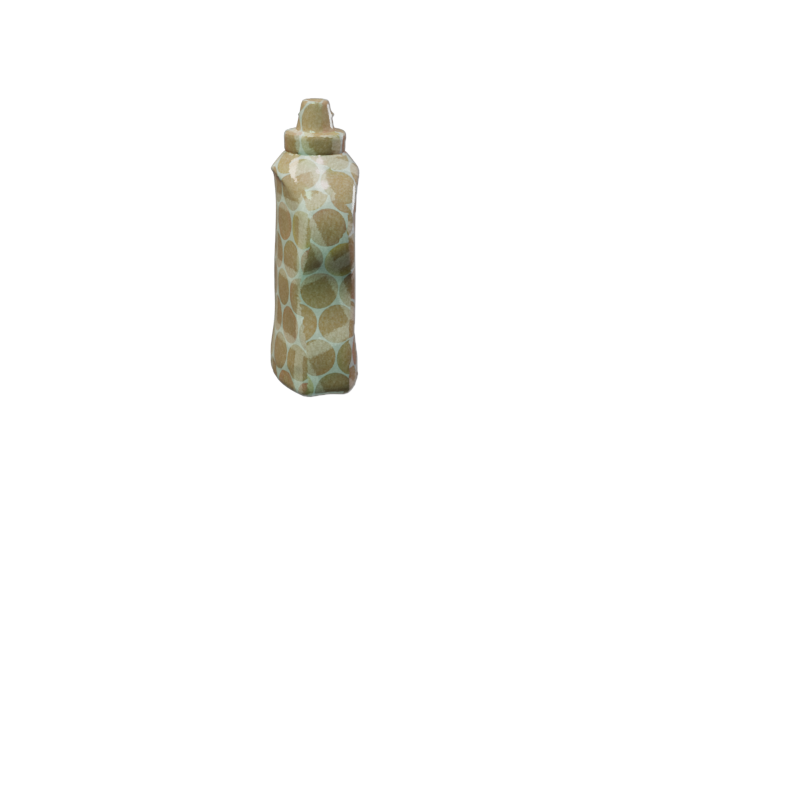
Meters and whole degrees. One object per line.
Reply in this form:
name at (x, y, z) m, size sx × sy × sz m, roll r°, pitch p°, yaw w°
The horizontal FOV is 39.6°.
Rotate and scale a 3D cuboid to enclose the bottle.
bottle at (-0.058, -0.107, 0.747) m, size 0.057 × 0.185 × 0.101 m, roll -3°, pitch 17°, yaw -13°
